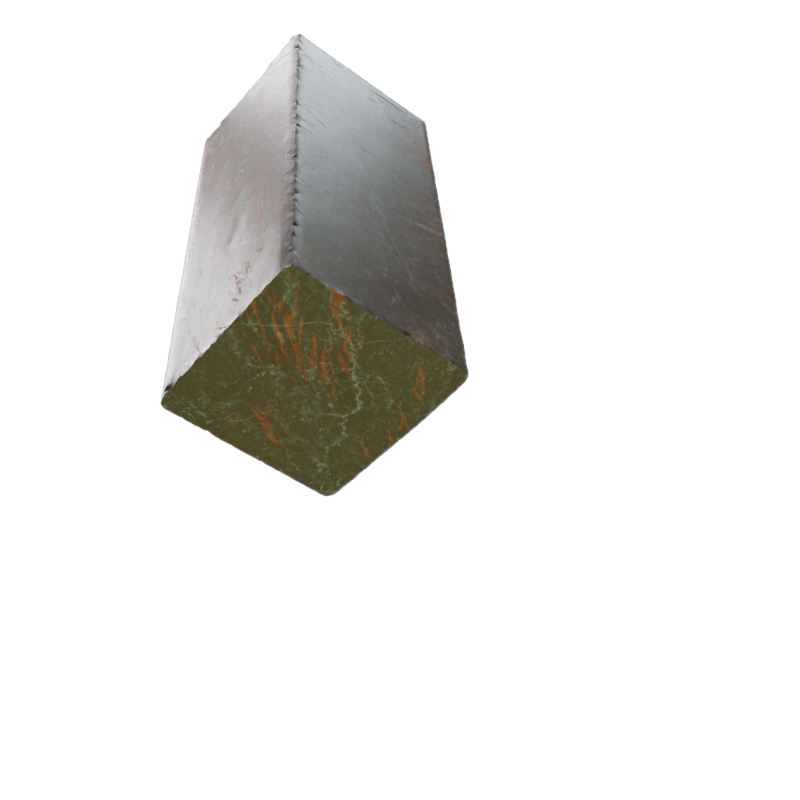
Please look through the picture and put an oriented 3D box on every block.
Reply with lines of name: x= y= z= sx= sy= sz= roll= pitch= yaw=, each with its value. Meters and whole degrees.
block: x=-0.041 y=-0.073 z=0.517 sx=0.086 sy=0.221 sz=0.088 roll=31 pitch=-59 yaw=-26
